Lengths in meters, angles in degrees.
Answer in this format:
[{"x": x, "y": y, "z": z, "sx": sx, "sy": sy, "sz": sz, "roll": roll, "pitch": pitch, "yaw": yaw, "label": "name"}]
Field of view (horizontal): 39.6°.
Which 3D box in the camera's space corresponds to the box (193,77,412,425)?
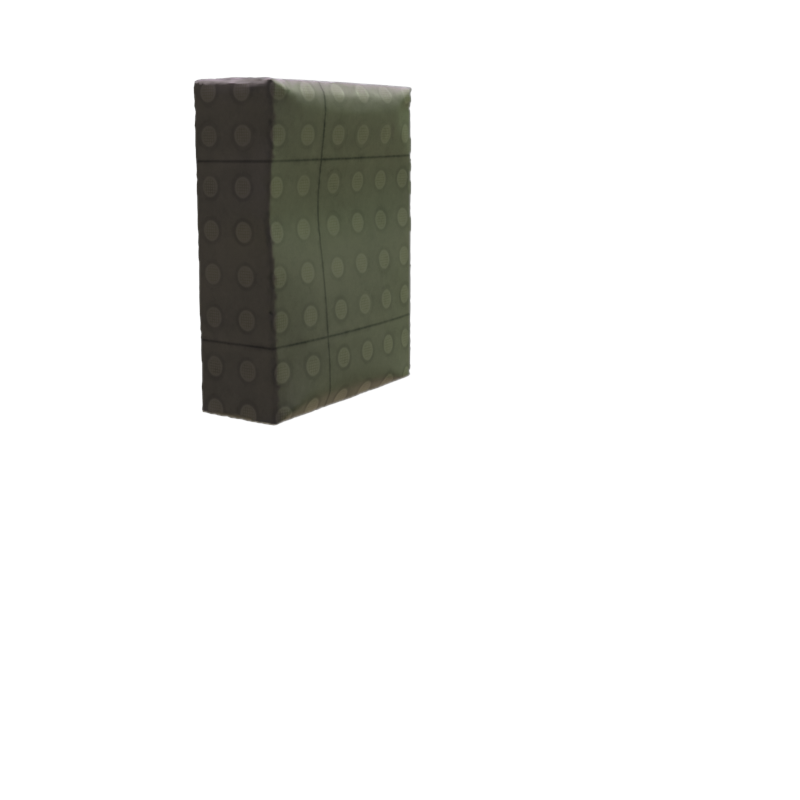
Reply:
[{"x": -0.058, "y": -0.107, "z": 0.746, "sx": 0.075, "sy": 0.210, "sz": 0.160, "roll": 5, "pitch": 10, "yaw": 33, "label": "box"}]
